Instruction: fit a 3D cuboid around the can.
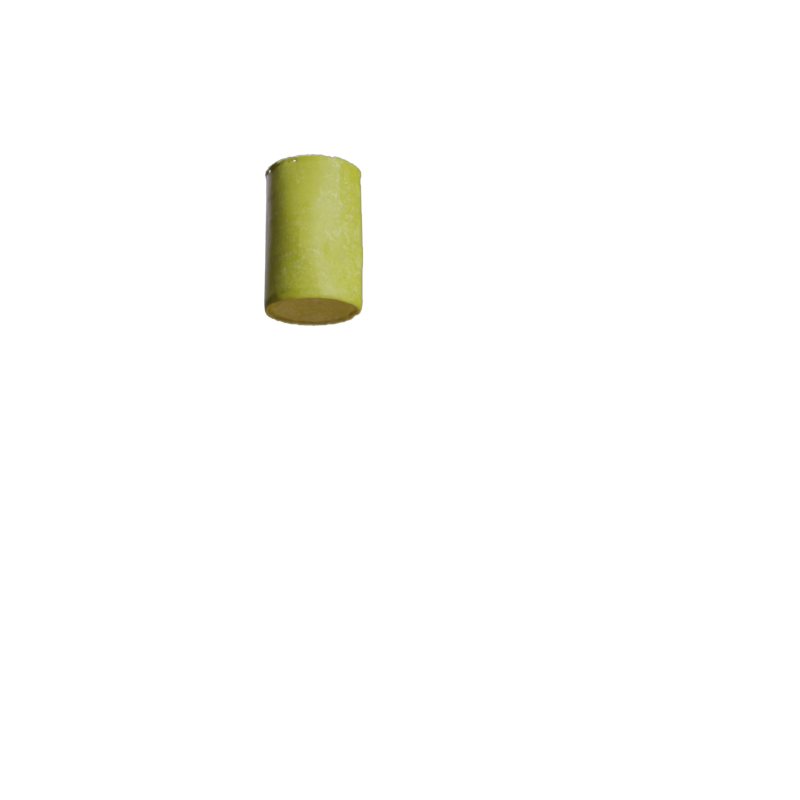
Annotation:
[{"bbox_3d":[-0.060,-0.109,0.764,0.068,0.107,0.066,0,-18,-2],"label":"can"}]
